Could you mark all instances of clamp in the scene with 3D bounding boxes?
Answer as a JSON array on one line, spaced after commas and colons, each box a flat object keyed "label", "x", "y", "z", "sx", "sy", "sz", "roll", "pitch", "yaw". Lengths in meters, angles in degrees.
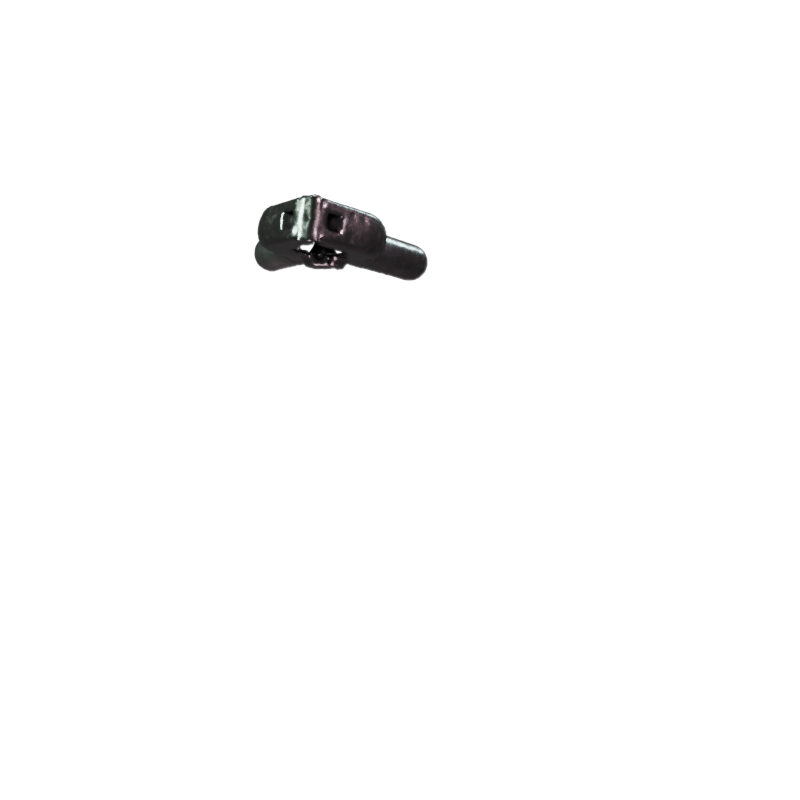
[{"label": "clamp", "x": -0.056, "y": -0.102, "z": 0.714, "sx": 0.122, "sy": 0.040, "sz": 0.165, "roll": -2, "pitch": -6, "yaw": 14}]
